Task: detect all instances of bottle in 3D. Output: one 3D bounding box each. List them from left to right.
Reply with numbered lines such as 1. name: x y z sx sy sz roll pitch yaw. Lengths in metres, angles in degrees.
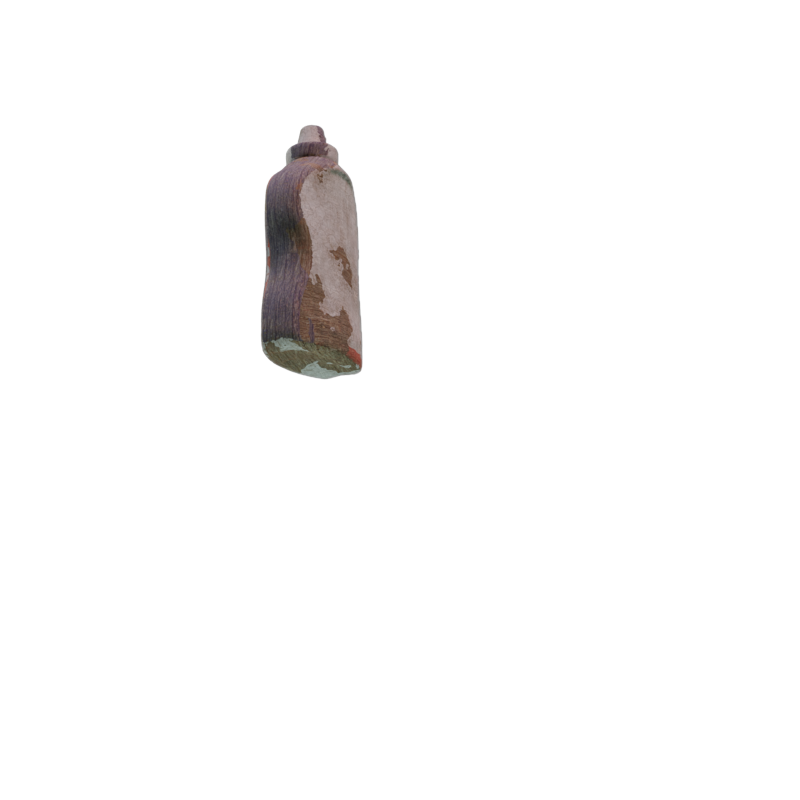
1. bottle: -0.066 -0.119 0.833 0.059 0.201 0.090 -14 -24 28
